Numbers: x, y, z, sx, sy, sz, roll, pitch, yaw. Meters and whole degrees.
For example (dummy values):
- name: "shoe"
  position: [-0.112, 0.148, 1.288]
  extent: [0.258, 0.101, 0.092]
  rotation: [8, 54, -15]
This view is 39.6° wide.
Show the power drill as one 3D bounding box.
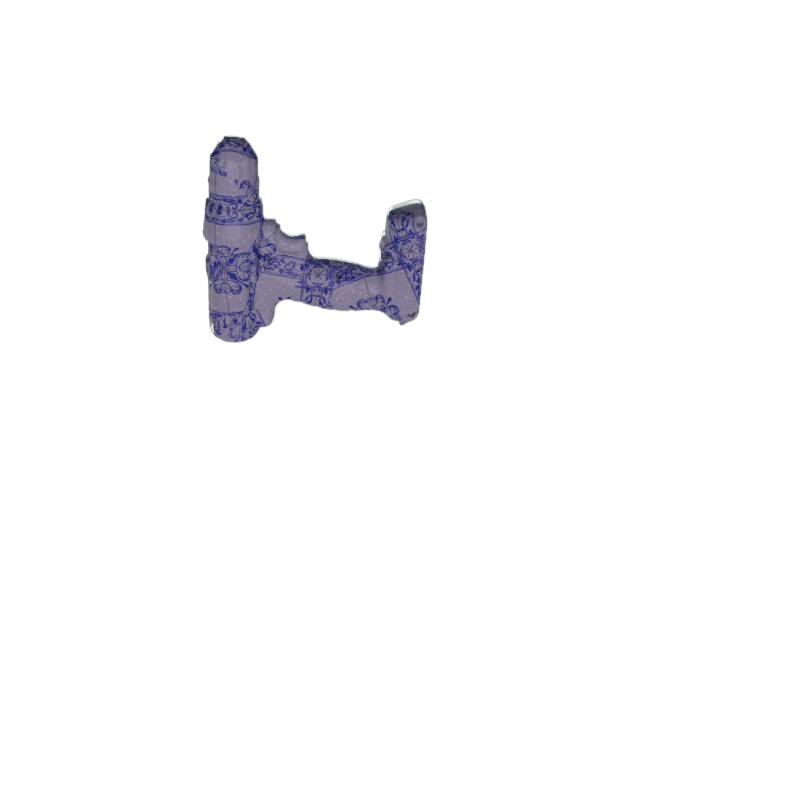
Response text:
- name: "power drill"
  position: [-0.074, -0.135, 0.944]
  extent: [0.187, 0.175, 0.061]
  rotation: [2, 27, -2]
